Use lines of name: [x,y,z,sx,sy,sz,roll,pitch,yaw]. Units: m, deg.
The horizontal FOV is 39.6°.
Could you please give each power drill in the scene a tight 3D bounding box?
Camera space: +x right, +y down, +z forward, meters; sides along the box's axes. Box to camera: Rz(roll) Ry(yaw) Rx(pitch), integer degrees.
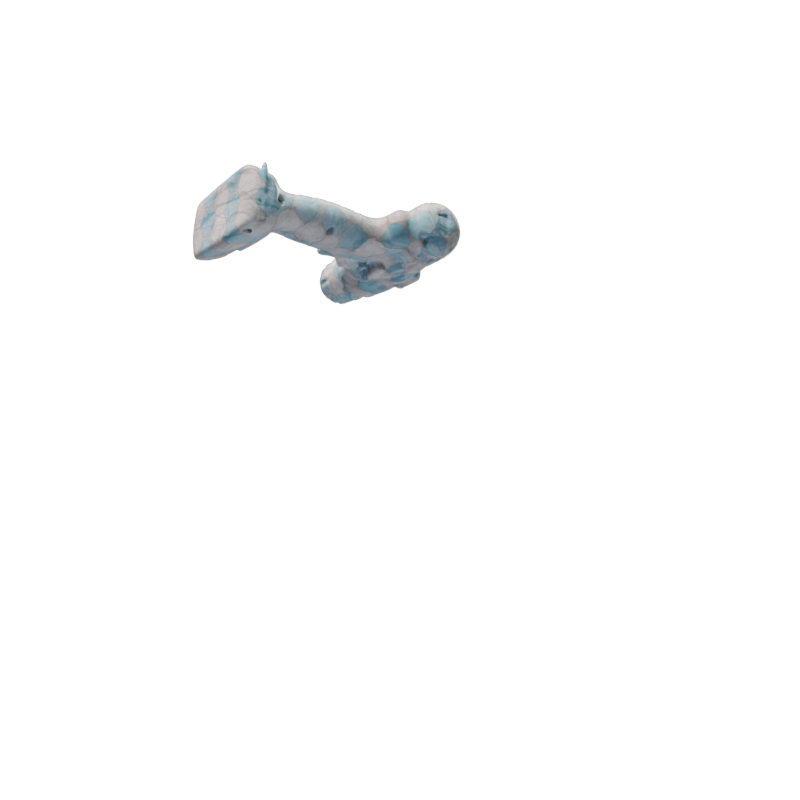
power drill: [-0.072,-0.131,0.917,0.180,0.060,0.184,9,-18,-30]
